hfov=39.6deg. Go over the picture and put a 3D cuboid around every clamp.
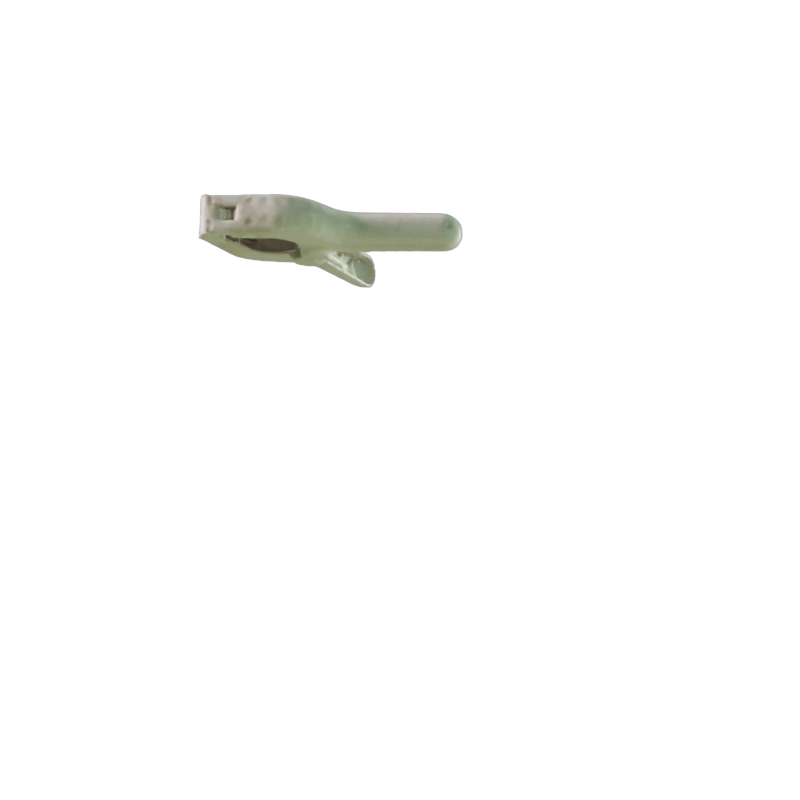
[{"bbox_3d":[-0.058,-0.107,0.747,0.166,0.041,0.118,7,-20,-21],"label":"clamp"}]
